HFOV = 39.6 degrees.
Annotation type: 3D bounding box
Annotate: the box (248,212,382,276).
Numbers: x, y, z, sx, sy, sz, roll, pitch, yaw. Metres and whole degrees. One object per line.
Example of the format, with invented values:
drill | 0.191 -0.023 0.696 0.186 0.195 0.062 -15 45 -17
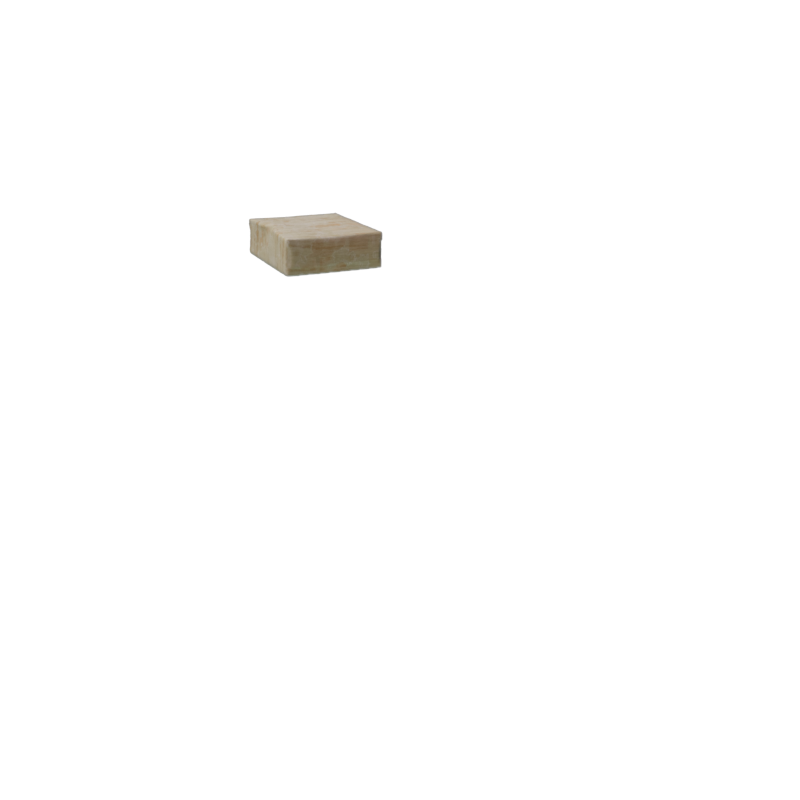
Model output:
box | -0.064 -0.116 0.816 0.071 0.029 0.094 -7 20 -22
